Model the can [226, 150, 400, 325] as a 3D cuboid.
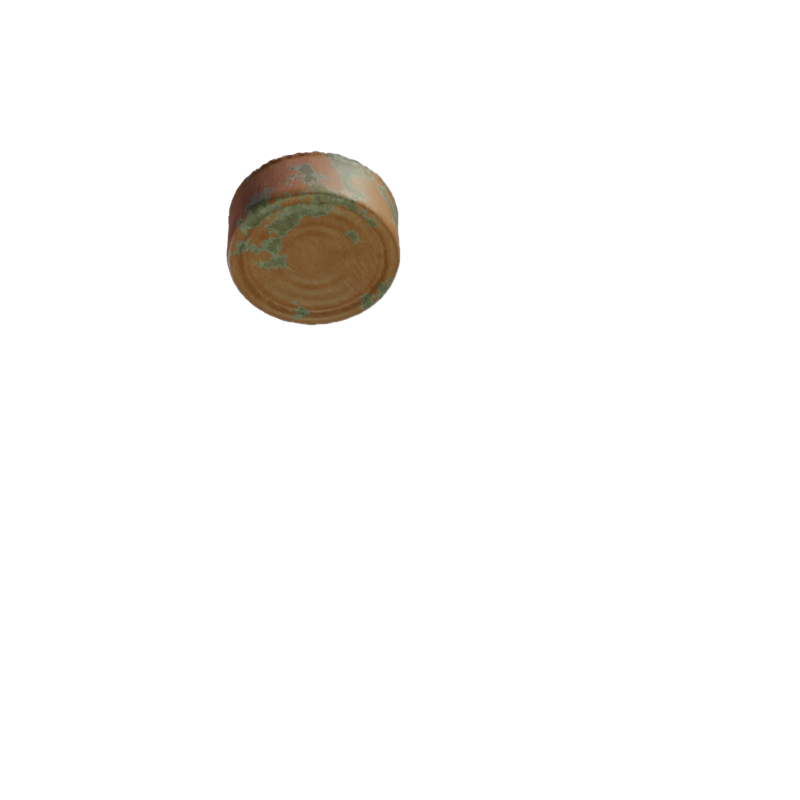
[{"bbox_3d":[-0.043,-0.078,0.546,0.086,0.080,0.036,1,42,-1],"label":"can"}]
